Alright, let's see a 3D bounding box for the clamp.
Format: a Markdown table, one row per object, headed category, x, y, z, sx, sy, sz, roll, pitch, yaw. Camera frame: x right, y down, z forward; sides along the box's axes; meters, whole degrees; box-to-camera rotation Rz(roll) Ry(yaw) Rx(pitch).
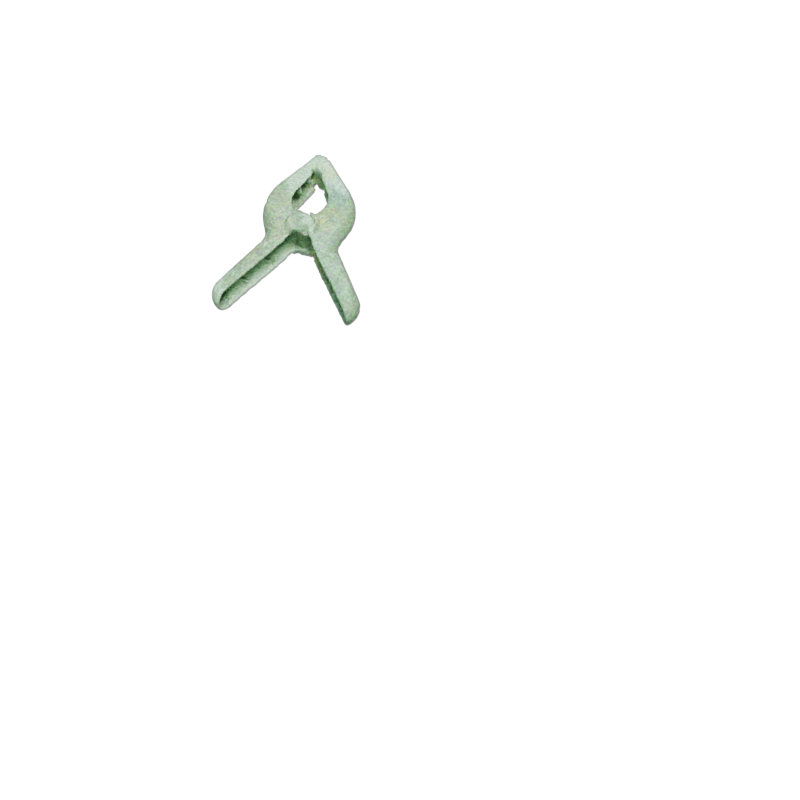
| category | x | y | z | sx | sy | sz | roll | pitch | yaw |
| --- | --- | --- | --- | --- | --- | --- | --- | --- | --- |
| clamp | -0.073 | -0.132 | 0.927 | 0.123 | 0.179 | 0.037 | 16 | -31 | 10 |
